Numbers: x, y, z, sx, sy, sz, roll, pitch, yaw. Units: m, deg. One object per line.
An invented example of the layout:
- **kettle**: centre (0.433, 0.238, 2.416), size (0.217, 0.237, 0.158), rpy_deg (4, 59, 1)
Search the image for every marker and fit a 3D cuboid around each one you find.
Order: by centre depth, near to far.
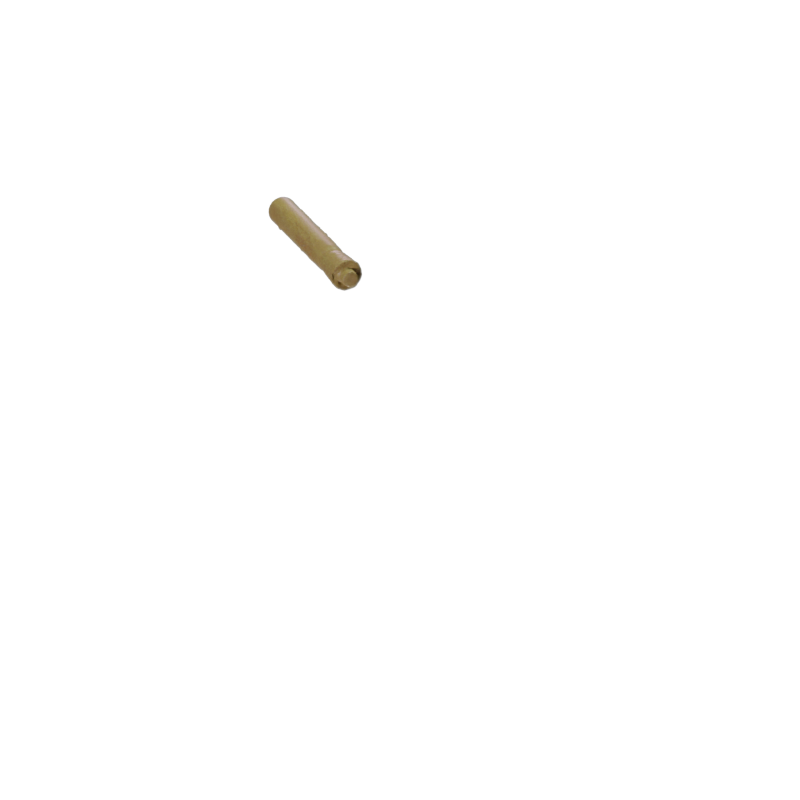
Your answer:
- **marker**: centre (-0.053, -0.097, 0.677), size (0.019, 0.019, 0.130), rpy_deg (-2, 27, -24)
